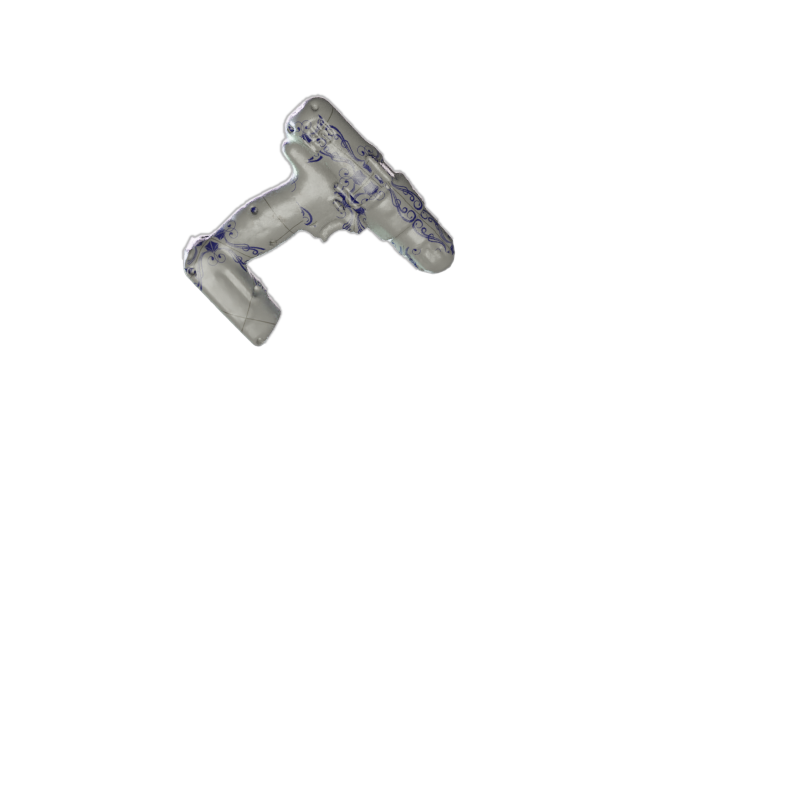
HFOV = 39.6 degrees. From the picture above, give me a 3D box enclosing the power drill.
[{"bbox_3d":[-0.072,-0.132,0.922,0.186,0.179,0.060,-41,13,11],"label":"power drill"}]
